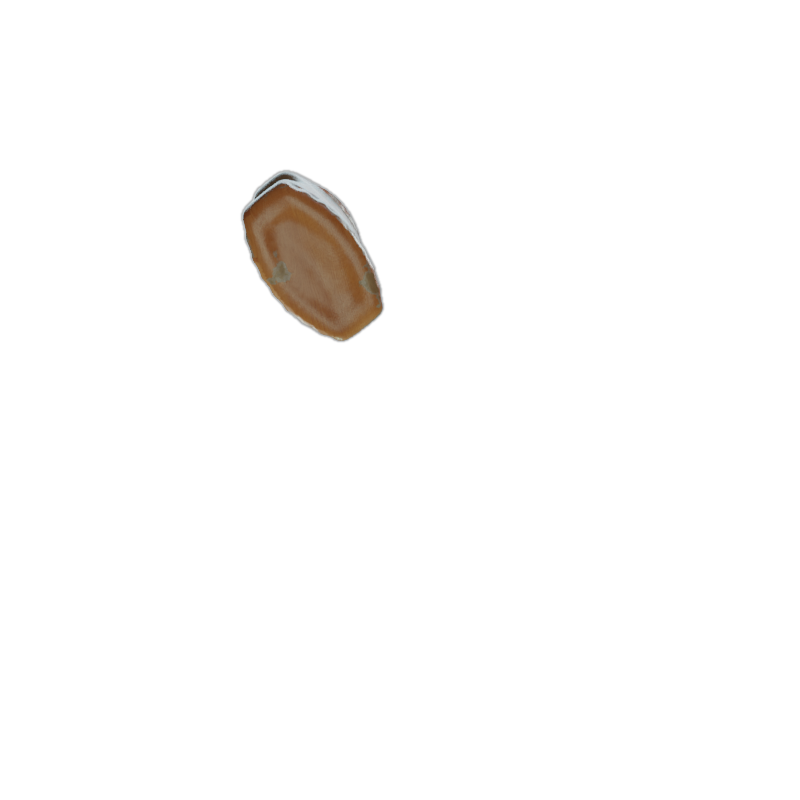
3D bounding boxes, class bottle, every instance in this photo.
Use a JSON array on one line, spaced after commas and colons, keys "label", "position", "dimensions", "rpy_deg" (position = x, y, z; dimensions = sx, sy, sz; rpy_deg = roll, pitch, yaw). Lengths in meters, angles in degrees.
[{"label": "bottle", "position": [-0.056, -0.101, 0.710], "dimensions": [0.058, 0.094, 0.197], "rpy_deg": [-39, 13, 7]}]
